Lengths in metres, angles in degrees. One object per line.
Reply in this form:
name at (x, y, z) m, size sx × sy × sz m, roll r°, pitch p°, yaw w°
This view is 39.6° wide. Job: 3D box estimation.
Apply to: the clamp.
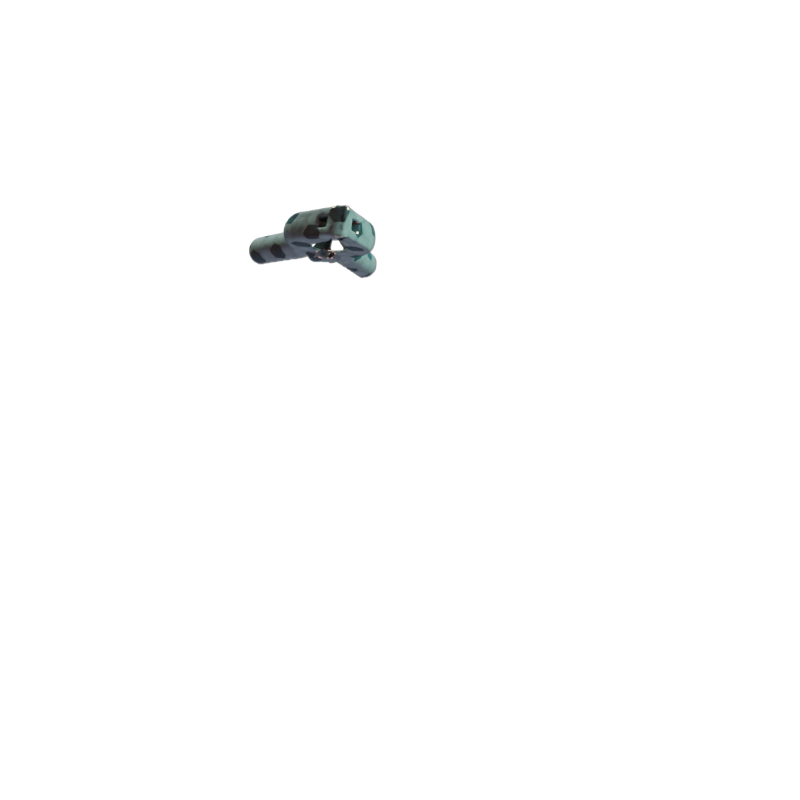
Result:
clamp at (-0.077, -0.140, 0.980) m, size 0.120 × 0.040 × 0.167 m, roll 0°, pitch -8°, yaw -3°
